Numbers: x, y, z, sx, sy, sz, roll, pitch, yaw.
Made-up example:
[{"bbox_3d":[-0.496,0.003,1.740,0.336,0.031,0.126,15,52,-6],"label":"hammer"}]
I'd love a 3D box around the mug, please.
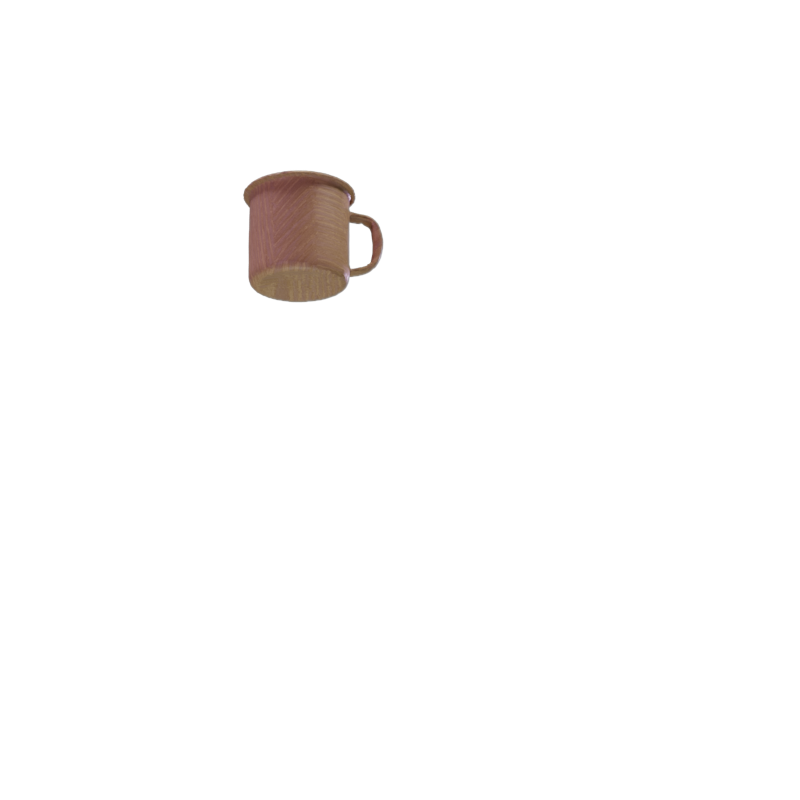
[{"bbox_3d":[-0.071,-0.129,0.905,0.114,0.086,0.091,5,-20,-16],"label":"mug"}]
